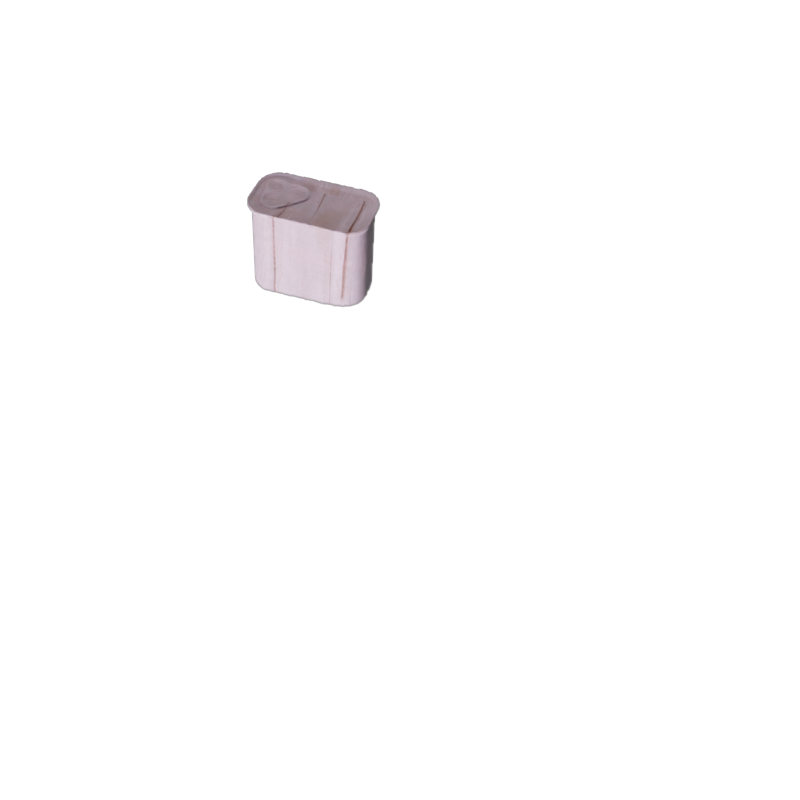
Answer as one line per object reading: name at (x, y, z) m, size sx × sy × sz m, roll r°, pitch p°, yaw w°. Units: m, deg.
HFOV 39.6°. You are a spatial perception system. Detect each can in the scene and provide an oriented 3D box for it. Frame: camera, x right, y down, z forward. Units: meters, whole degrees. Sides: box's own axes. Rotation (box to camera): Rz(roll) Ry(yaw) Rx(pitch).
can at (-0.070, -0.128, 0.895) m, size 0.105 × 0.078 × 0.060 m, roll 15°, pitch 45°, yaw 13°
